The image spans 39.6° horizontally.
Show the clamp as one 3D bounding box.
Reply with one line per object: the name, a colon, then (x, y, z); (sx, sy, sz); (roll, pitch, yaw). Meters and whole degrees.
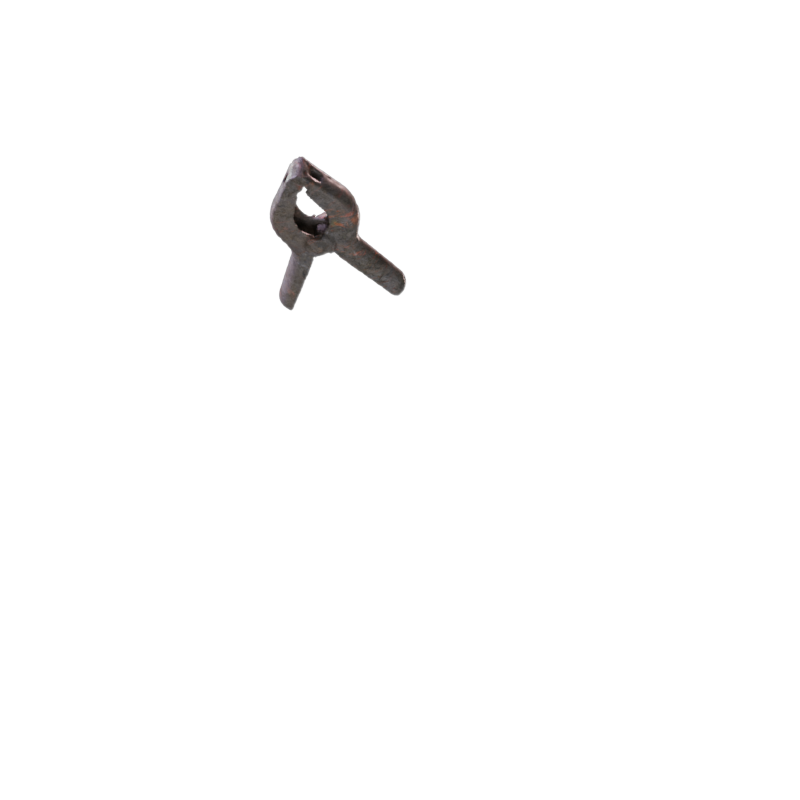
clamp: (-0.078, -0.142, 0.998); (0.121, 0.042, 0.158); (-18, -50, 15)
